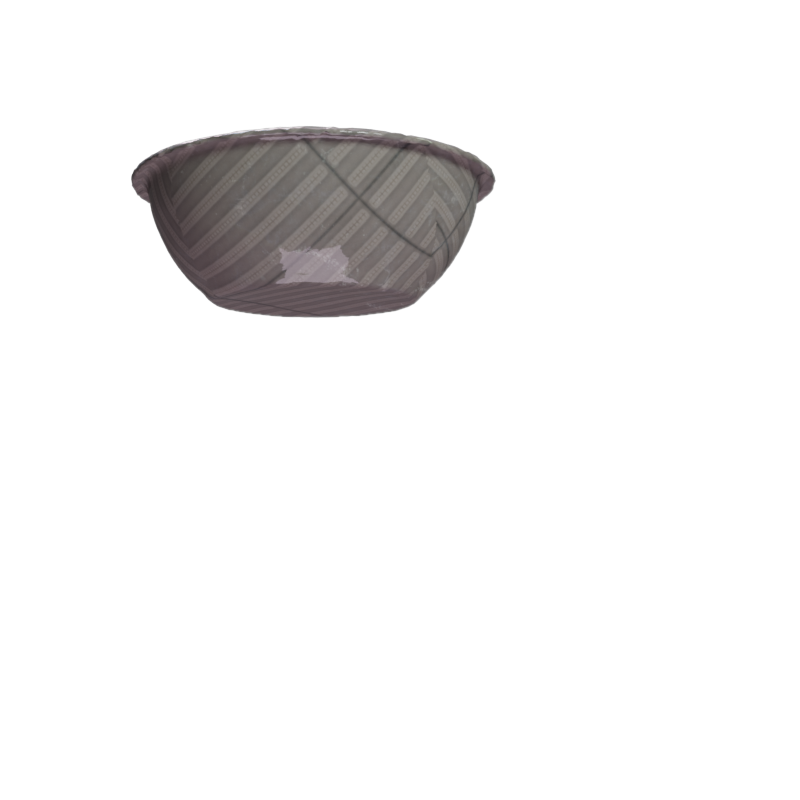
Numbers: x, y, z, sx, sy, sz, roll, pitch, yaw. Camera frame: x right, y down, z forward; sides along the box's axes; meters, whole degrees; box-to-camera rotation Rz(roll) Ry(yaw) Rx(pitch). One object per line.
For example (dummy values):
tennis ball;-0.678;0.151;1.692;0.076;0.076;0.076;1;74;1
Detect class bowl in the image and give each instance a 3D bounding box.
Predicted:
bowl;-0.039;-0.070;0.492;0.162;0.056;0.159;0;-5;-2
